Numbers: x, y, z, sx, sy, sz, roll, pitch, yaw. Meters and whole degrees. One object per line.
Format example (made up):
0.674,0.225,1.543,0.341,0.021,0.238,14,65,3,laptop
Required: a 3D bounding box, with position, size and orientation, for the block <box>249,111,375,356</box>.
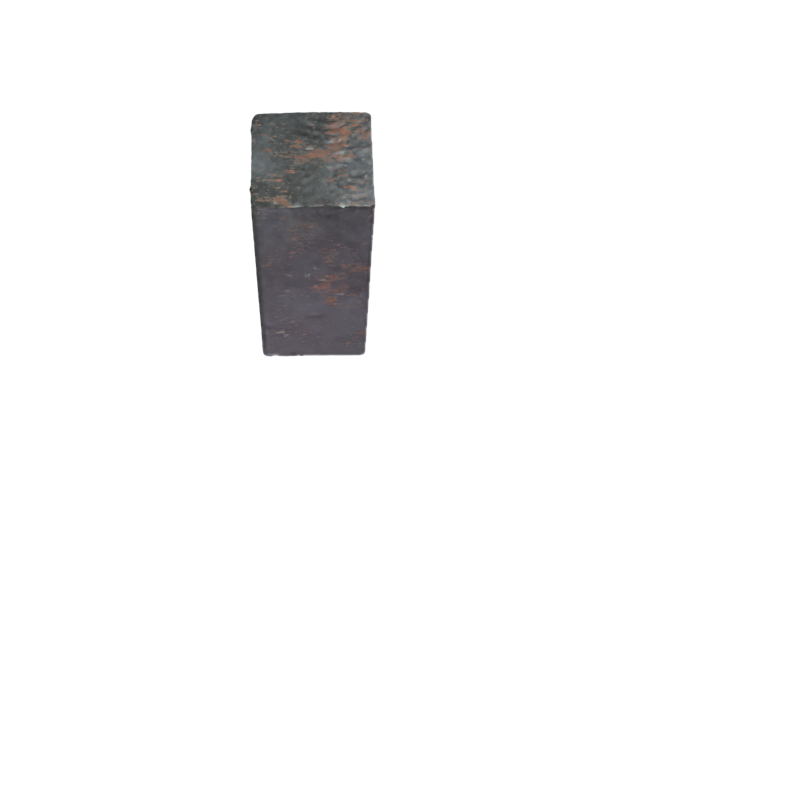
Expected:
-0.069,-0.126,0.878,0.090,0.097,0.193,-1,-30,-4,block
